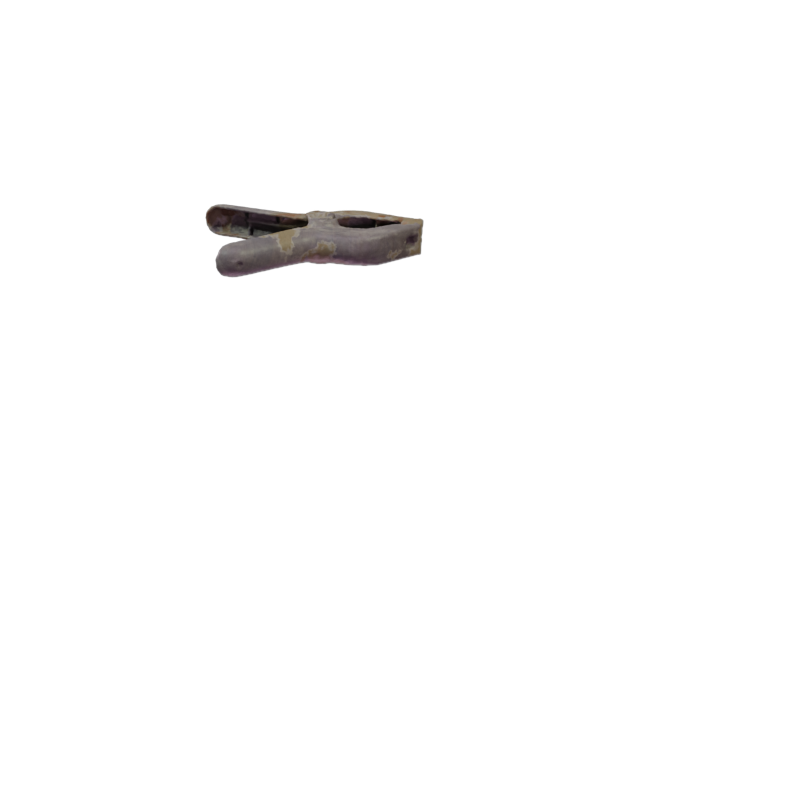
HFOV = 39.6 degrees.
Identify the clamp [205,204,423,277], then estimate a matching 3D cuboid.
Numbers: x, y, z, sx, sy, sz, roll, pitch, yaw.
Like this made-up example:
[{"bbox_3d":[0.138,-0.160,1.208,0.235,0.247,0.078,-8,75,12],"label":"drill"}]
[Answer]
[{"bbox_3d":[-0.066,-0.120,0.839,0.171,0.037,0.127,-1,30,-2],"label":"clamp"}]
